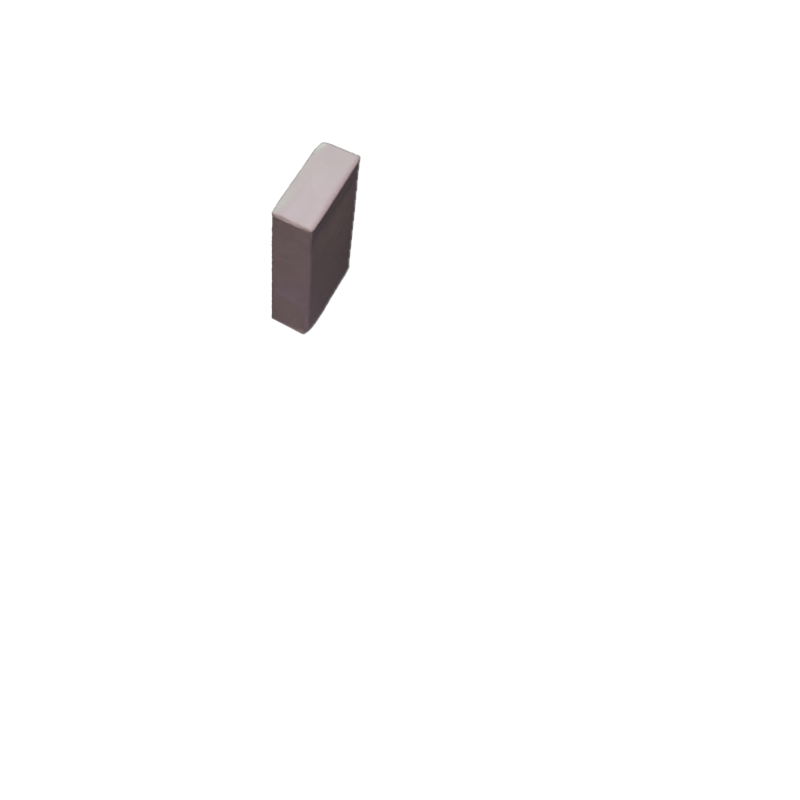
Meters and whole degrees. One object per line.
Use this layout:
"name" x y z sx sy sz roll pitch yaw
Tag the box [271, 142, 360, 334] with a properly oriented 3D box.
"box" -0.078 -0.143 1.000 0.049 0.097 0.165 24 -29 10
